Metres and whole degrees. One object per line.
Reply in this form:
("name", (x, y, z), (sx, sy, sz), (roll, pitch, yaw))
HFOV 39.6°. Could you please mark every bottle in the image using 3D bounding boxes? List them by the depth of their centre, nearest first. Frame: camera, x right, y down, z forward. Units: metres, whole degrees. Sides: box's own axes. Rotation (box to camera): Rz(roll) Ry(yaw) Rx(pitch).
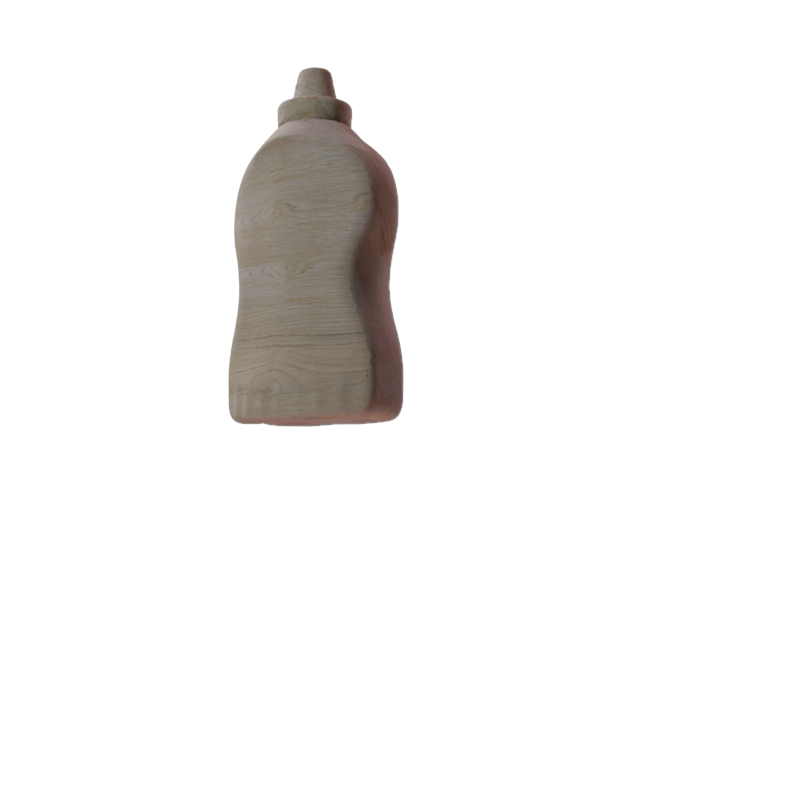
("bottle", (-0.046, -0.084, 0.591), (0.098, 0.197, 0.055), (-9, -14, 37))
